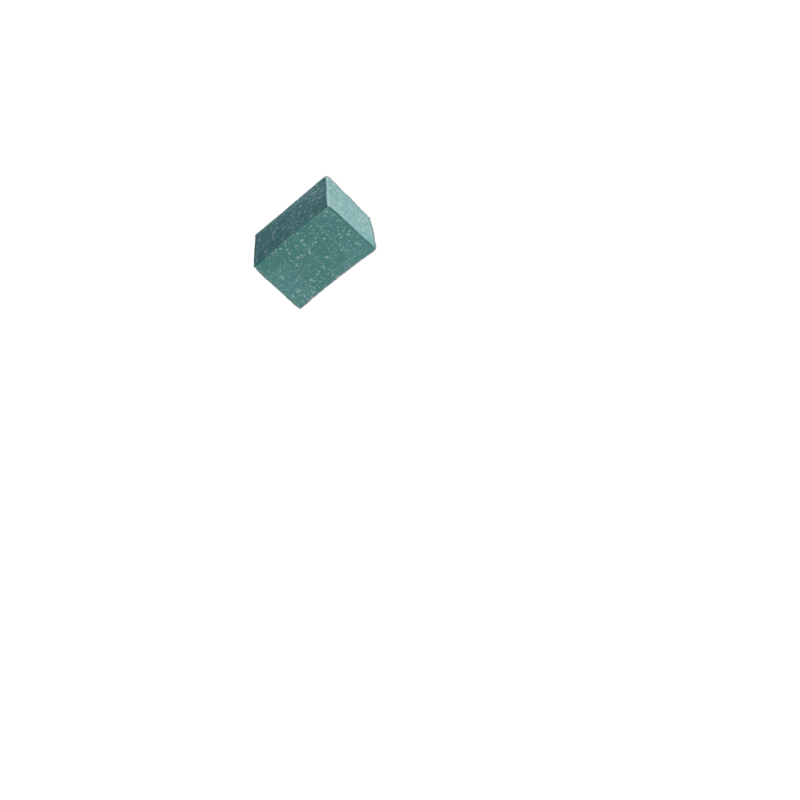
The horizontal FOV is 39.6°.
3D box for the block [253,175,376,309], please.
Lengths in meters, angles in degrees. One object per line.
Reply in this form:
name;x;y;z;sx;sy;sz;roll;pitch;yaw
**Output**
block;-0.065;-0.118;0.826;0.077;0.050;0.055;-36;28;20
